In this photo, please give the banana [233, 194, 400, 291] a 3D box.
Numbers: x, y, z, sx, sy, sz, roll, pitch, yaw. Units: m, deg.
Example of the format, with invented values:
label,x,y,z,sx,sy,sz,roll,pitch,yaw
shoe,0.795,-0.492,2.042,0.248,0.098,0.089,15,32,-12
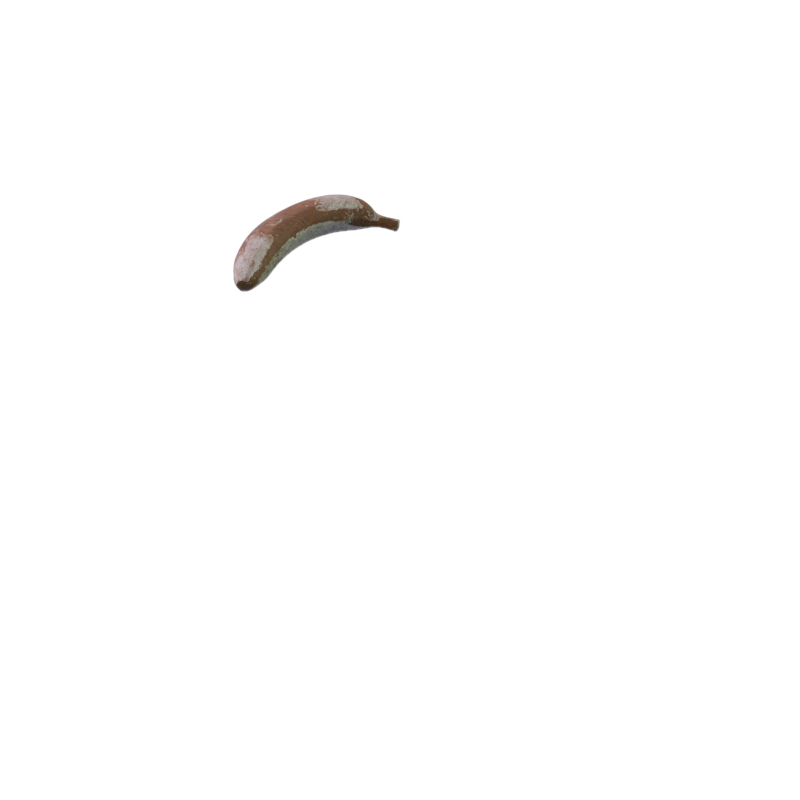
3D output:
label,x,y,z,sx,sy,sz,roll,pitch,yaw
banana,-0.089,-0.151,1.008,0.074,0.034,0.197,27,41,35
